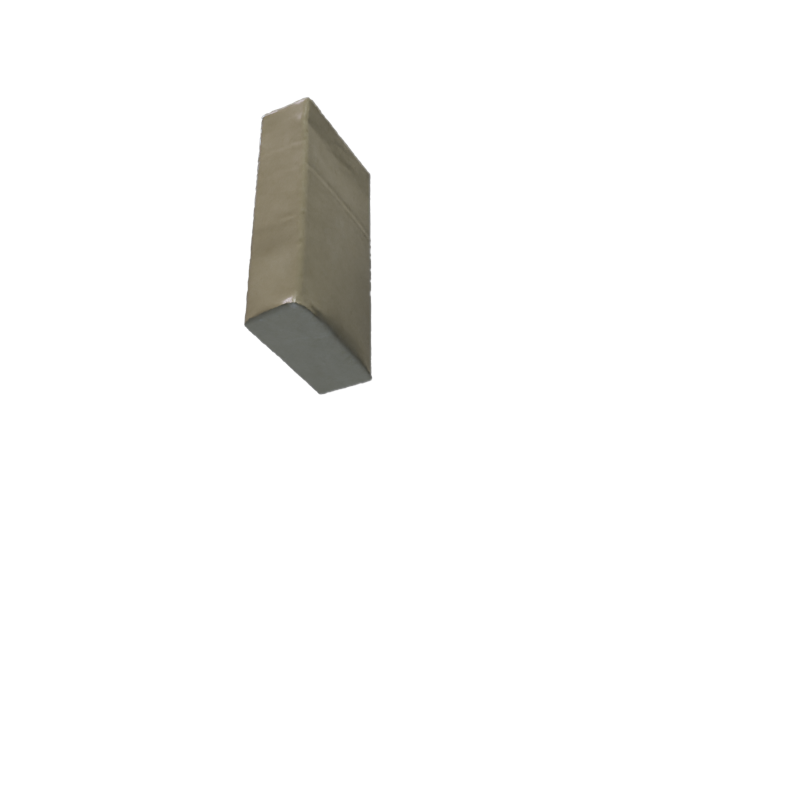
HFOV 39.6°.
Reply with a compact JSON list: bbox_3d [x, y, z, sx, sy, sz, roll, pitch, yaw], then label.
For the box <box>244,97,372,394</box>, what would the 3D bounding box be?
[{"bbox_3d":[-0.057,-0.104,0.728,0.048,0.189,0.086,-20,-41,21],"label":"box"}]
